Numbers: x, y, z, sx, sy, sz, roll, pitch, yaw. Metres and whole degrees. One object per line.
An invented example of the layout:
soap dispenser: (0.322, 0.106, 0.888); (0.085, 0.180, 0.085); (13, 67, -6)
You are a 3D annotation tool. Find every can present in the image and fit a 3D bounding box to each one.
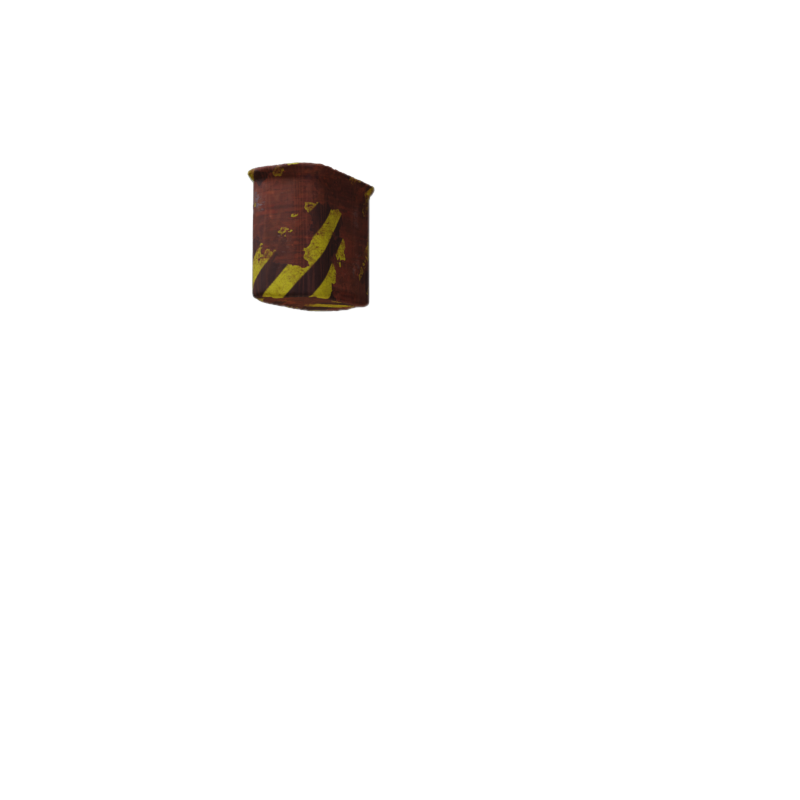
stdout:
can: (-0.057, -0.104, 0.731); (0.059, 0.085, 0.098); (-3, -5, 24)
